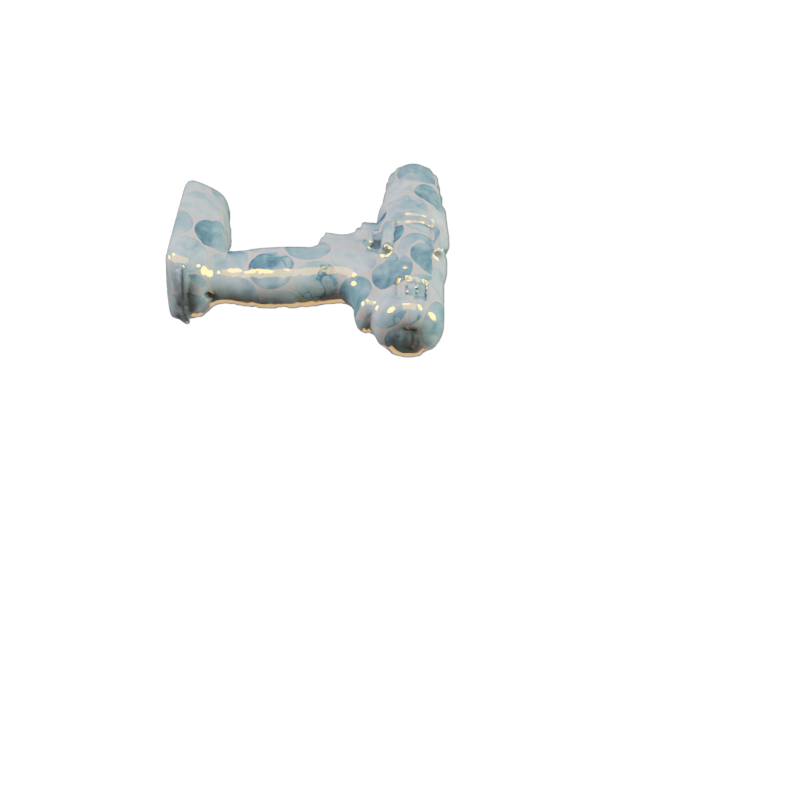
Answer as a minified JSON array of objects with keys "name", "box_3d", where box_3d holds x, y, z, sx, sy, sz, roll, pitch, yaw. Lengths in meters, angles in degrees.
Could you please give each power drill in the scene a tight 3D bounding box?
[{"name":"power drill","box_3d":[-0.060,-0.109,0.764,0.188,0.053,0.197,2,41,2]}]
